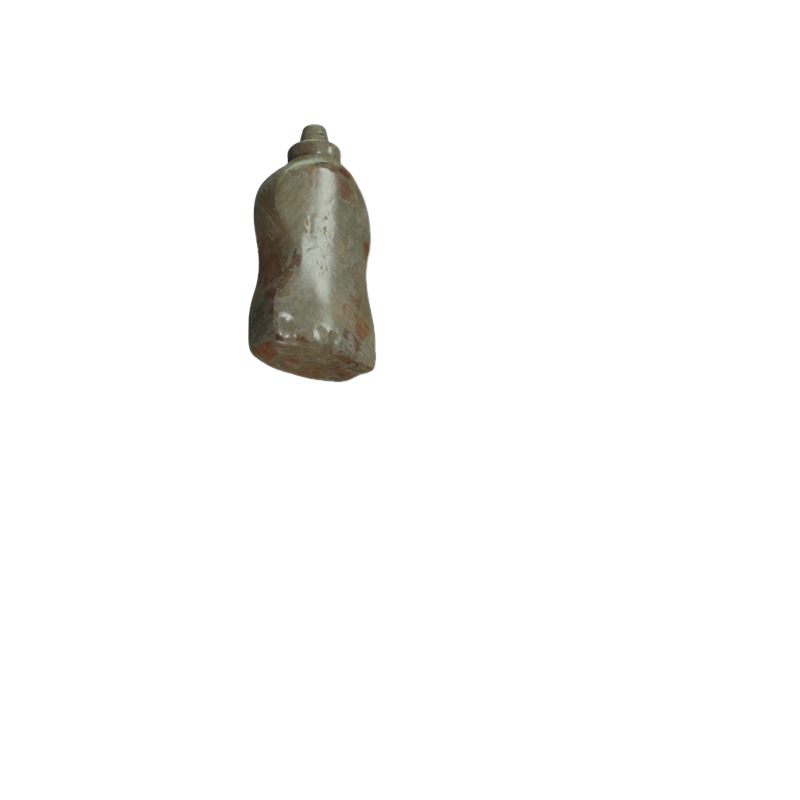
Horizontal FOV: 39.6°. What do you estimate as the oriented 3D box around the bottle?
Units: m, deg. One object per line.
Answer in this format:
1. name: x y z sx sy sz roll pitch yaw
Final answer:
1. bottle: -0.063 -0.115 0.807 0.091 0.203 0.058 18 -31 -36
